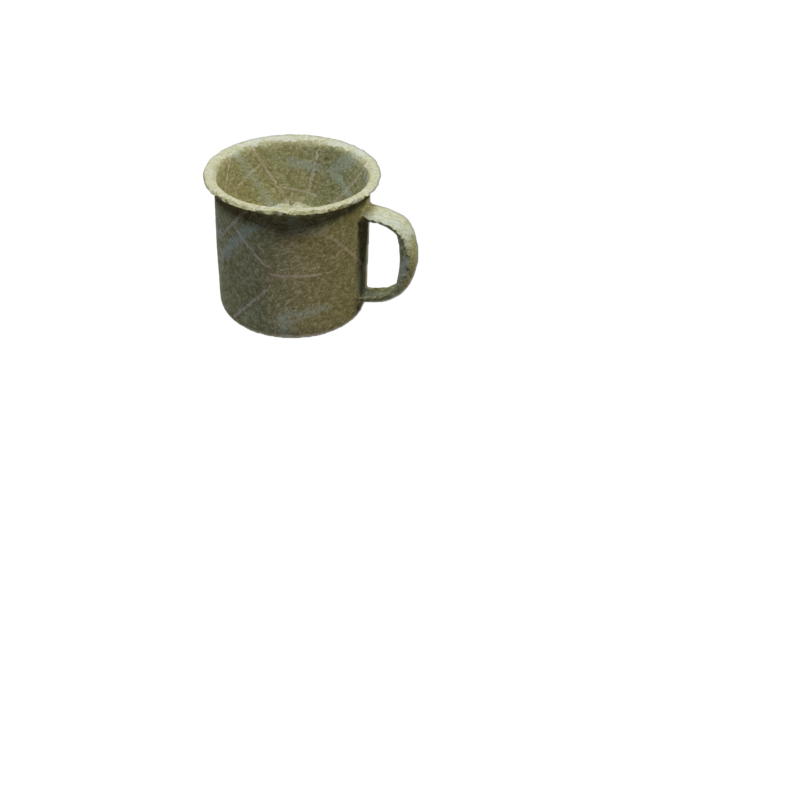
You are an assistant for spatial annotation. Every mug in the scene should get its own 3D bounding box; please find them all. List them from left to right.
[{"bbox_3d":[-0.046,-0.085,0.593,0.121,0.076,0.096,12,35,16],"label":"mug"}]
